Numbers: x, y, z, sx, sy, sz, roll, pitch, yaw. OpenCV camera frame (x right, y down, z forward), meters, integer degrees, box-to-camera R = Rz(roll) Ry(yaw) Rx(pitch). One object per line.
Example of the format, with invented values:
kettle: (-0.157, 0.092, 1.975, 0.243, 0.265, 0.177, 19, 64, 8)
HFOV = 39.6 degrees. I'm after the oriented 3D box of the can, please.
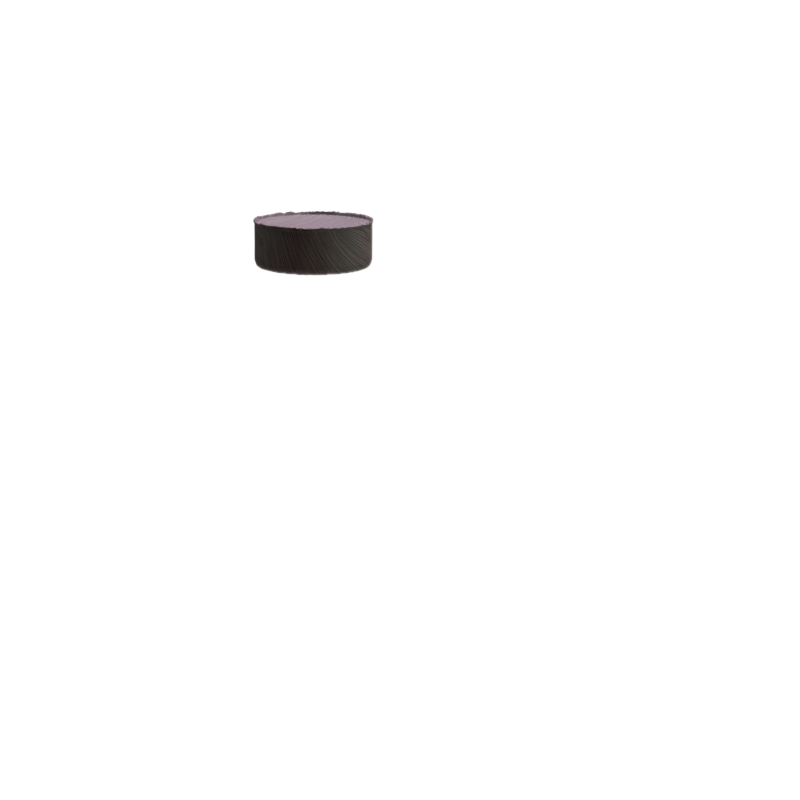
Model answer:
can: (-0.062, -0.113, 0.792, 0.086, 0.033, 0.089, 0, 16, -2)
